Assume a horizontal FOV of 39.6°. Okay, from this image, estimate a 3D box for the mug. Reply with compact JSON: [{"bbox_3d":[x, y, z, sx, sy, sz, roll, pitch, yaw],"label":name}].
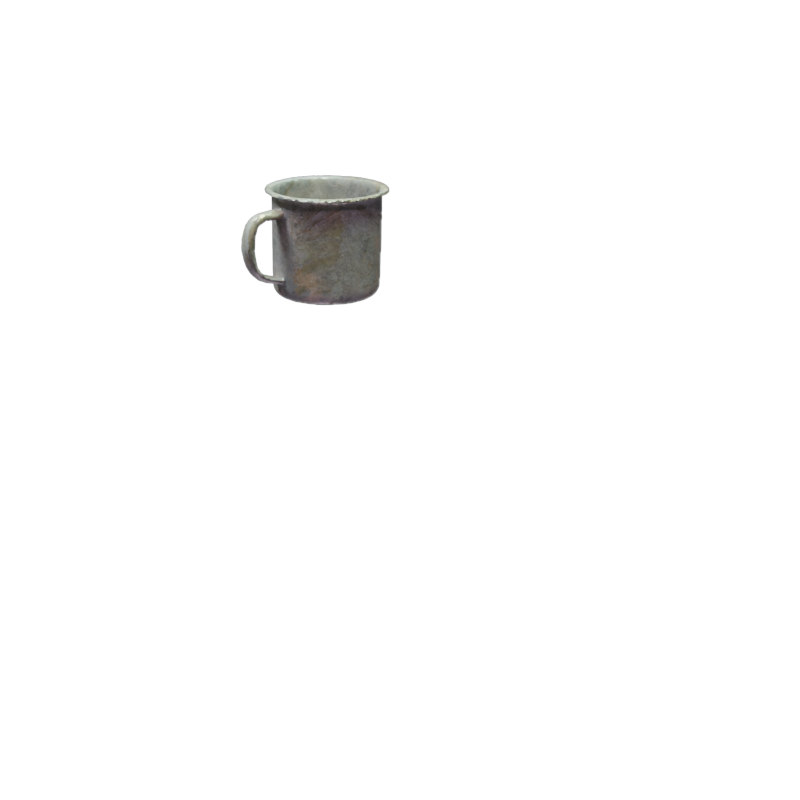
[{"bbox_3d":[-0.065,-0.118,0.829,0.114,0.078,0.099,-13,24,-34],"label":"mug"}]
